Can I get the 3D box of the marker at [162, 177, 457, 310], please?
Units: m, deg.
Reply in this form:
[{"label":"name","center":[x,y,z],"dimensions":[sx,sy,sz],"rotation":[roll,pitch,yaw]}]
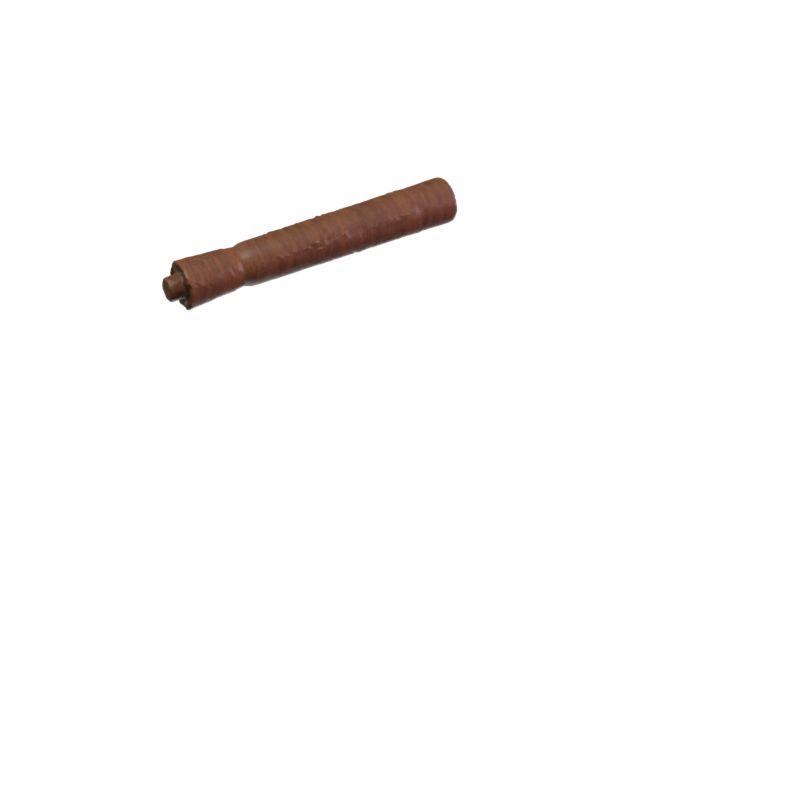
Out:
[{"label":"marker","center":[-0.033,-0.060,0.420],"dimensions":[0.120,0.019,0.020],"rotation":[-22,13,-24]}]
